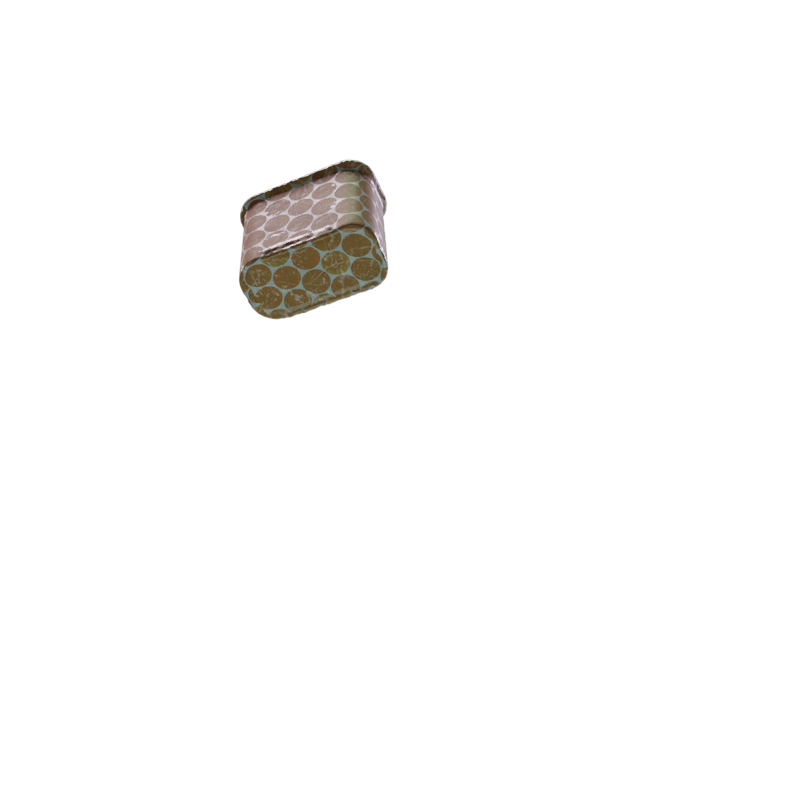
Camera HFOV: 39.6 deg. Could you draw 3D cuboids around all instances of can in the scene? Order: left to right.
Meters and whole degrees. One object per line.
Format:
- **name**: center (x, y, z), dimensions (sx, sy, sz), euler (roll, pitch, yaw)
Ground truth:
- **can**: center (-0.059, -0.107, 0.751), dimensions (0.102, 0.053, 0.090), euler (-19, 36, 12)
